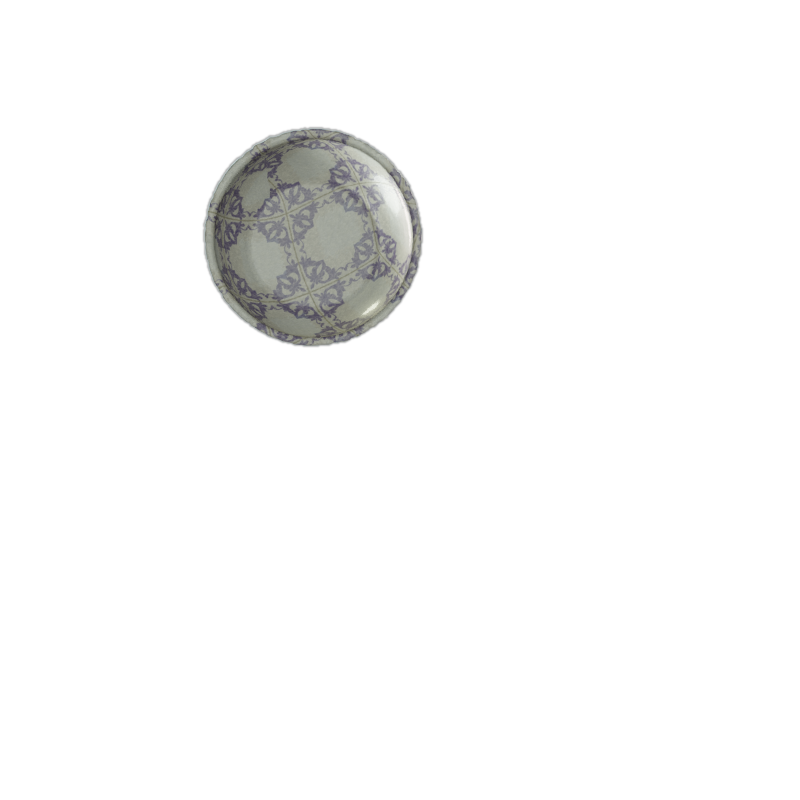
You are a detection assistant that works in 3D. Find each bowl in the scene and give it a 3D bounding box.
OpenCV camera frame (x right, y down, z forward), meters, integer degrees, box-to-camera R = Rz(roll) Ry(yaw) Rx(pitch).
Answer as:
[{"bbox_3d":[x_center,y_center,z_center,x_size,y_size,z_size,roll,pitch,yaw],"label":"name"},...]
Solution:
[{"bbox_3d":[-0.062,-0.114,0.795,0.162,0.160,0.056,0,7,0],"label":"bowl"}]
